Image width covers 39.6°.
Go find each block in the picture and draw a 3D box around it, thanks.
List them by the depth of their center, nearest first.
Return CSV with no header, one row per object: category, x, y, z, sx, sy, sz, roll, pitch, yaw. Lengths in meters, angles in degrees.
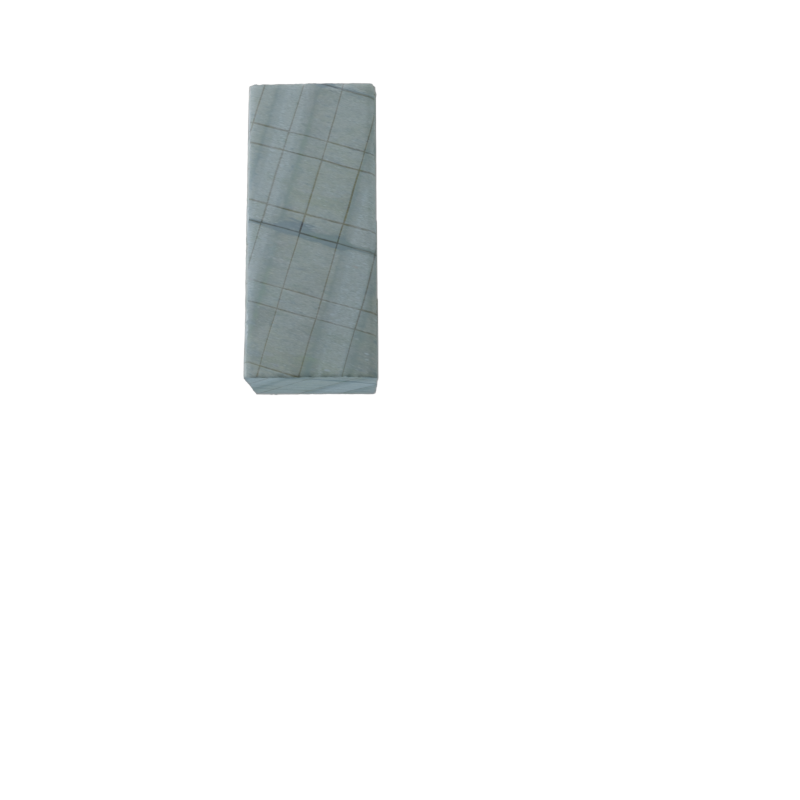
block,-0.061,-0.113,0.788,0.090,0.213,0.088,-1,-13,0
